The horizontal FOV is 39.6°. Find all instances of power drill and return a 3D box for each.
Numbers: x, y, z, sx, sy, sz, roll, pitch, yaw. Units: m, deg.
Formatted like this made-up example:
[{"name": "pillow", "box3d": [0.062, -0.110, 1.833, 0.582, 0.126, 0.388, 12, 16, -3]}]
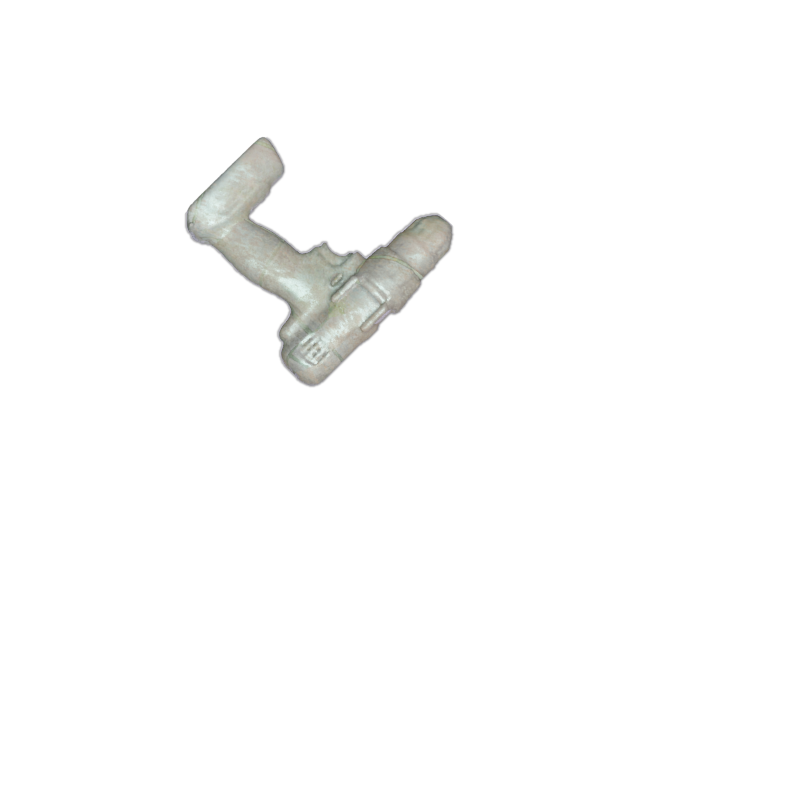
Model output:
[{"name": "power drill", "box3d": [-0.074, -0.134, 0.940, 0.193, 0.186, 0.055, 43, -12, 11]}]
